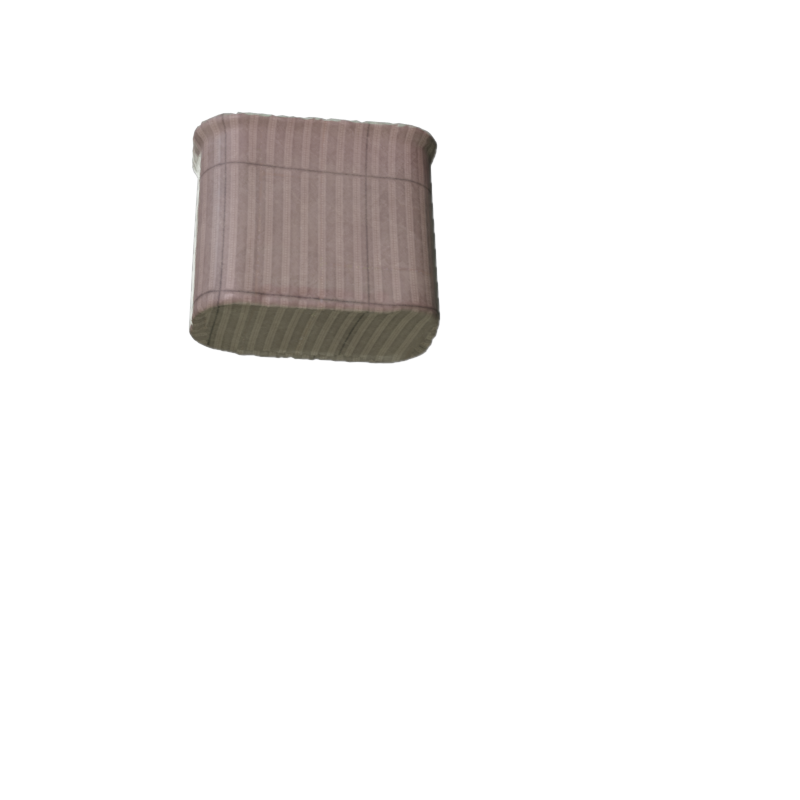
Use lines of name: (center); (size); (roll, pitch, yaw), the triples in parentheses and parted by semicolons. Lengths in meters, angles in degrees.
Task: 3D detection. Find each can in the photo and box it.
can: (-0.035, -0.064, 0.450); (0.101, 0.089, 0.055); (3, -25, -8)
